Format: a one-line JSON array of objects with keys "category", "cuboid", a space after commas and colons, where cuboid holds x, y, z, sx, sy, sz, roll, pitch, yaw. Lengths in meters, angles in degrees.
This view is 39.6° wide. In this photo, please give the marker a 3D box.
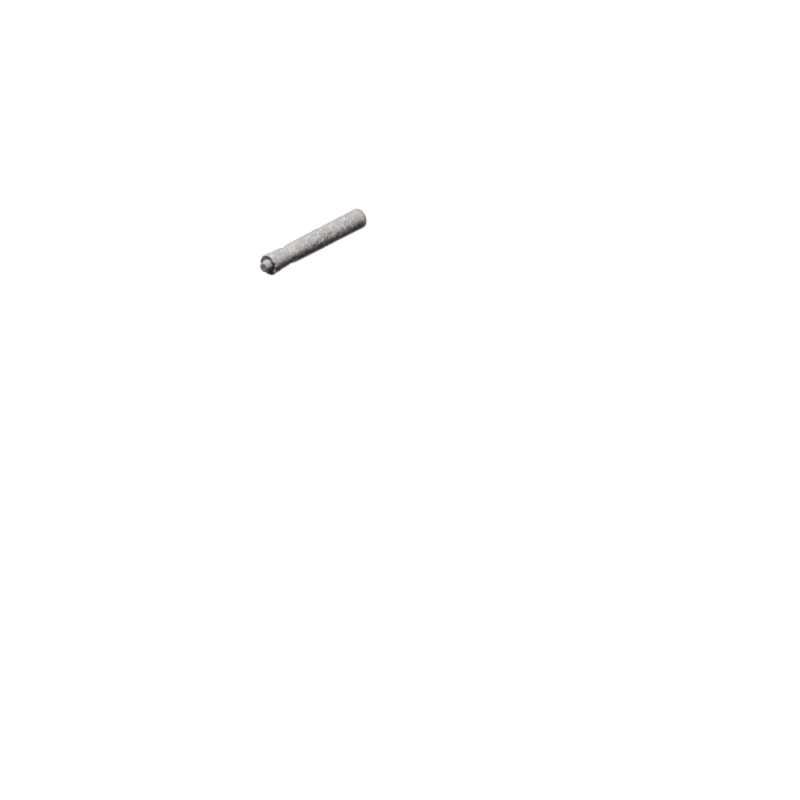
[{"category": "marker", "cuboid": [-0.076, -0.138, 0.966, 0.021, 0.019, 0.121, 4, 29, 45]}]
